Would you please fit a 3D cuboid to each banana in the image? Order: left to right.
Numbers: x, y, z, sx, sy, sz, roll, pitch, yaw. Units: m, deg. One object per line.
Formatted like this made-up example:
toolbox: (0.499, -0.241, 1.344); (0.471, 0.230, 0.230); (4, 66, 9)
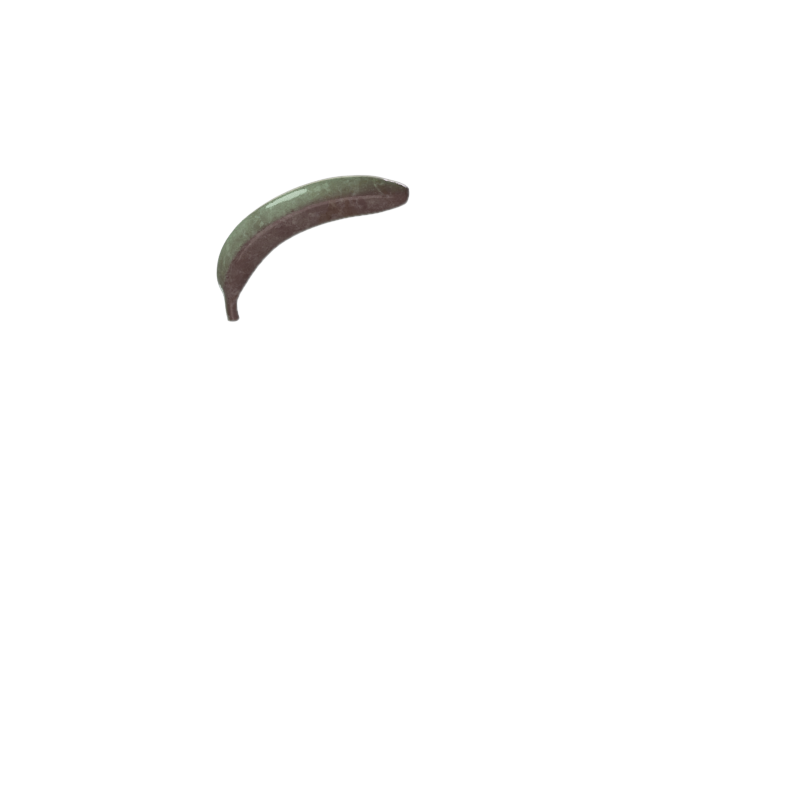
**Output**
banana: (-0.089, -0.147, 0.952); (0.197, 0.066, 0.039); (-32, 25, 16)
